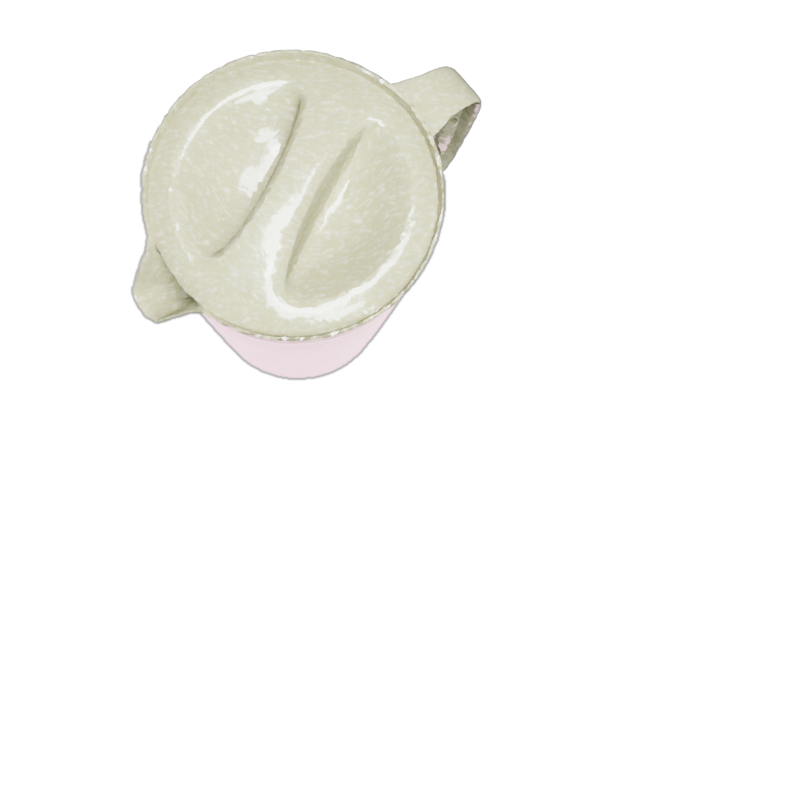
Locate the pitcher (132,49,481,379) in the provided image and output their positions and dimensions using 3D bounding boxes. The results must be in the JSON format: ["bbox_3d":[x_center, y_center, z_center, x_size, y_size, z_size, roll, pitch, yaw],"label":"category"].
[{"bbox_3d":[-0.046,-0.085,0.594,0.149,0.149,0.237,7,-9,-2],"label":"pitcher"}]
